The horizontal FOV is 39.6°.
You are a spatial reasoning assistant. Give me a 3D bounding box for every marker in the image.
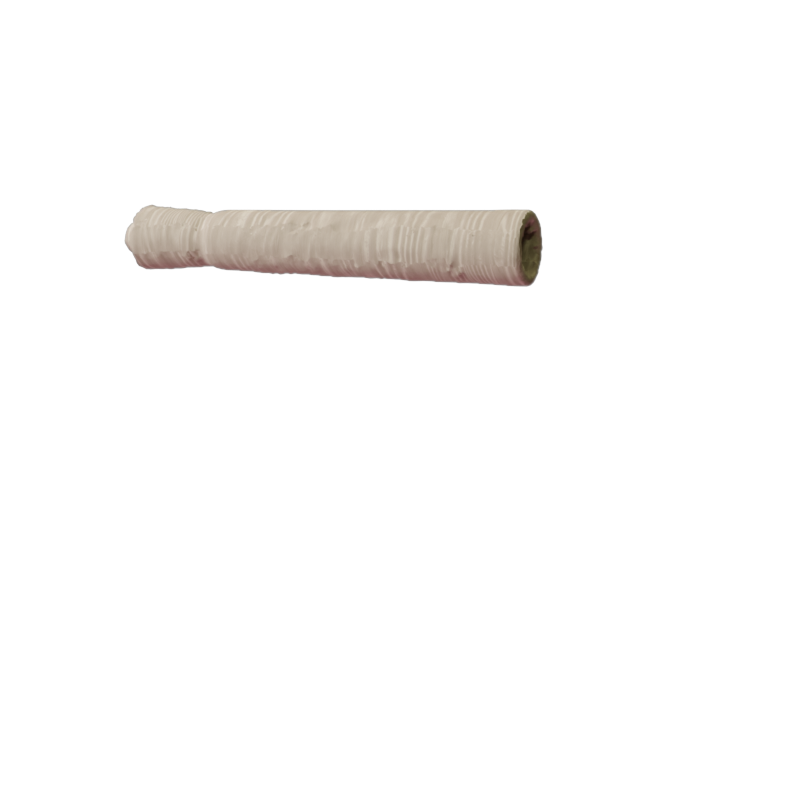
[{"bbox_3d":[-0.023,-0.042,0.297,0.125,0.020,0.019,6,6,28],"label":"marker"}]
